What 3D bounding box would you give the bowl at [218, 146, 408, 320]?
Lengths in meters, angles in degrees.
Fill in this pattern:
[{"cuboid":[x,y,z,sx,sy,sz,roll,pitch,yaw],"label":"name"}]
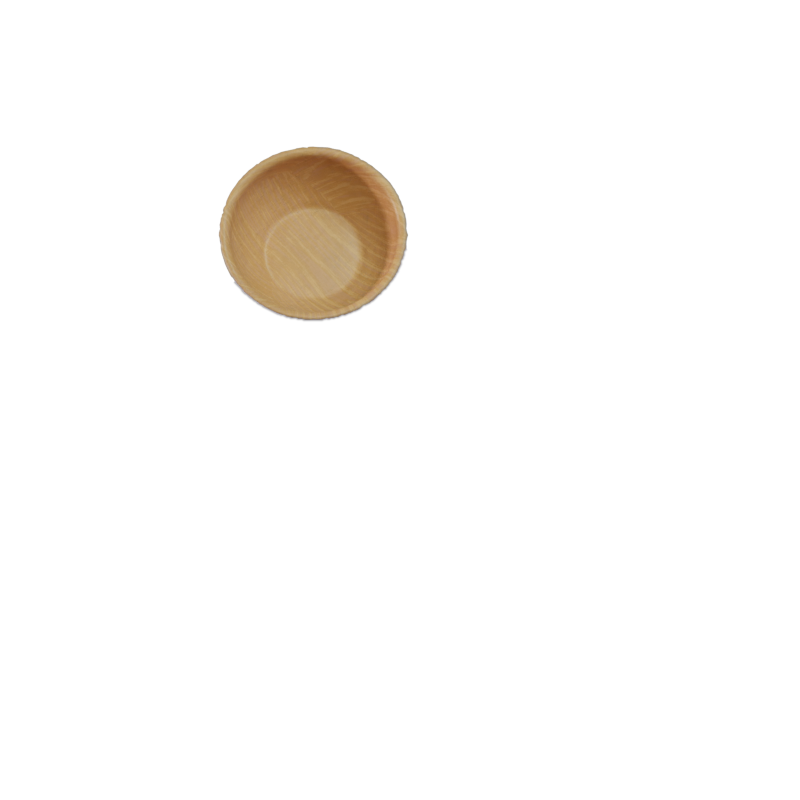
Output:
[{"cuboid":[-0.076,-0.139,0.975,0.162,0.170,0.052,-1,-21,-1],"label":"bowl"}]
